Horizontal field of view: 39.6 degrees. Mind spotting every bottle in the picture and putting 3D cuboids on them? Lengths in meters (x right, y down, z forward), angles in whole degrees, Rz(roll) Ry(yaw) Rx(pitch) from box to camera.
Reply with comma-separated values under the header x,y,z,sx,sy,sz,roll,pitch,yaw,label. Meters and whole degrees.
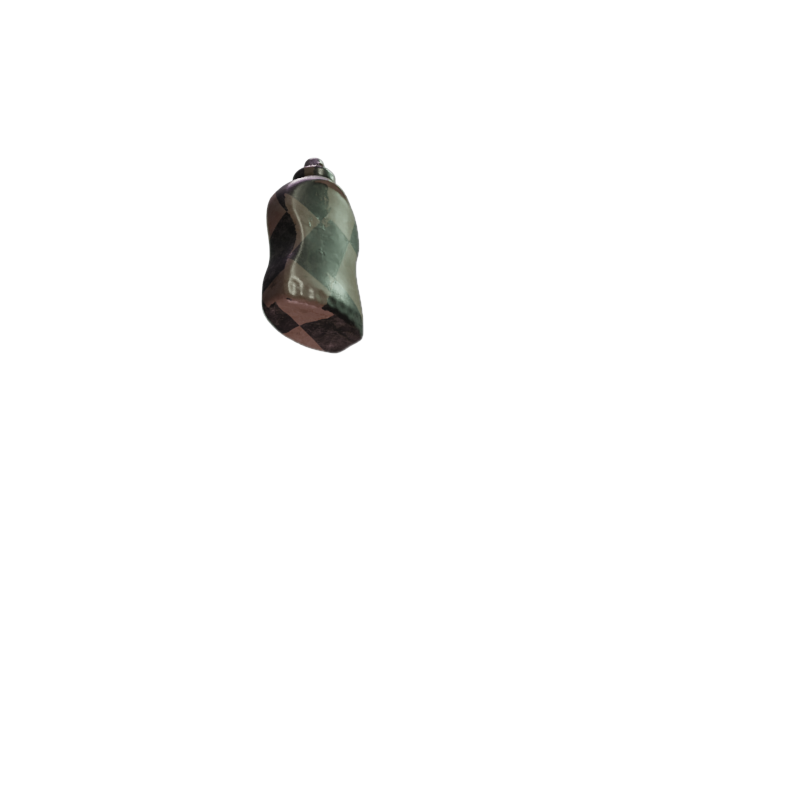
x,y,z,sx,sy,sz,roll,pitch,yaw,label
-0.077,-0.142,0.994,0.090,0.205,0.058,27,-46,-34,bottle
